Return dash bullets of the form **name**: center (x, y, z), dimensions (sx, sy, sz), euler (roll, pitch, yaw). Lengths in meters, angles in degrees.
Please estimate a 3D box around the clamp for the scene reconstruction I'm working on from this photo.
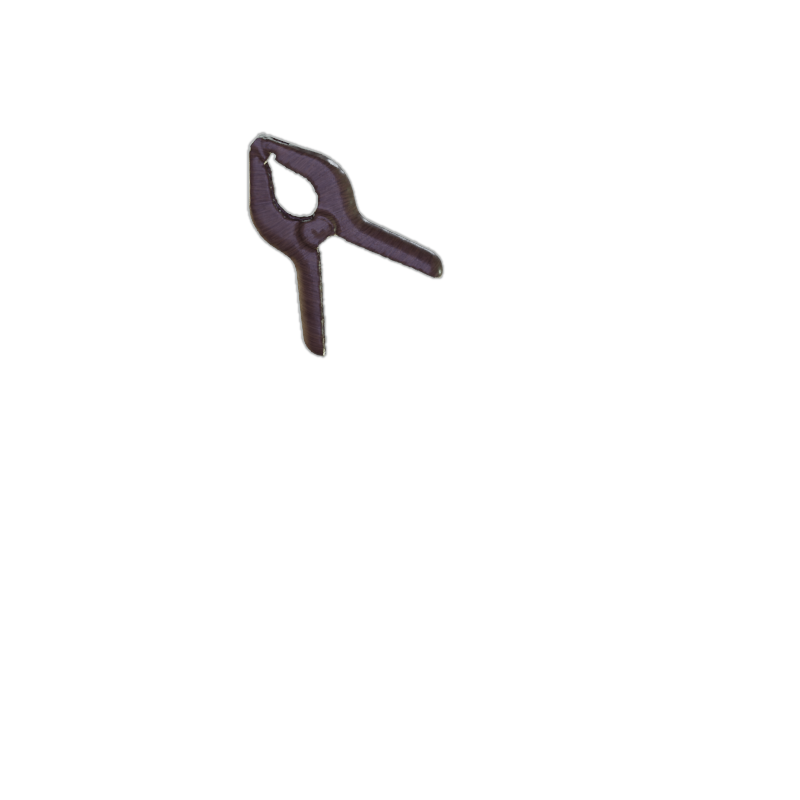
- **clamp**: center (-0.065, -0.118, 0.829), dimensions (0.120, 0.170, 0.040), euler (-44, 3, 3)
